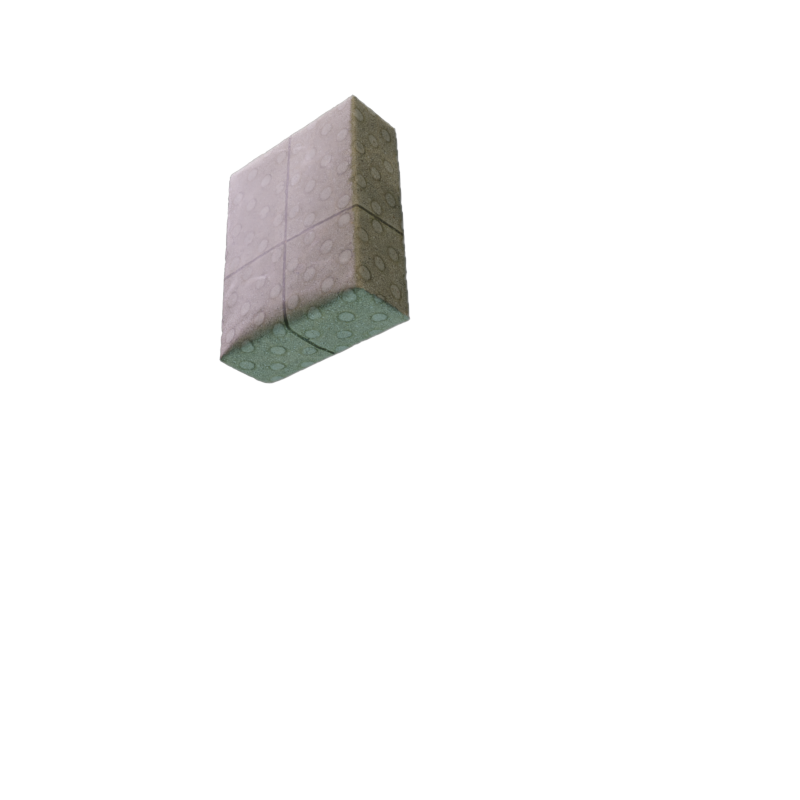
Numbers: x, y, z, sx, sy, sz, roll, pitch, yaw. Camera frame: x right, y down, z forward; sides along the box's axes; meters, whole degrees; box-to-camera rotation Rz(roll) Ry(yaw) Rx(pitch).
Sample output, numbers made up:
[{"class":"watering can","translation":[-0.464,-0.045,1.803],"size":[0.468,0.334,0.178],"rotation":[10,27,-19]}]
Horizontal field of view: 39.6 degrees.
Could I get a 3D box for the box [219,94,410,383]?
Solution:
[{"class":"box","translation":[-0.077,-0.141,0.986],"size":[0.164,0.229,0.067],"rotation":[-26,-41,31]}]
